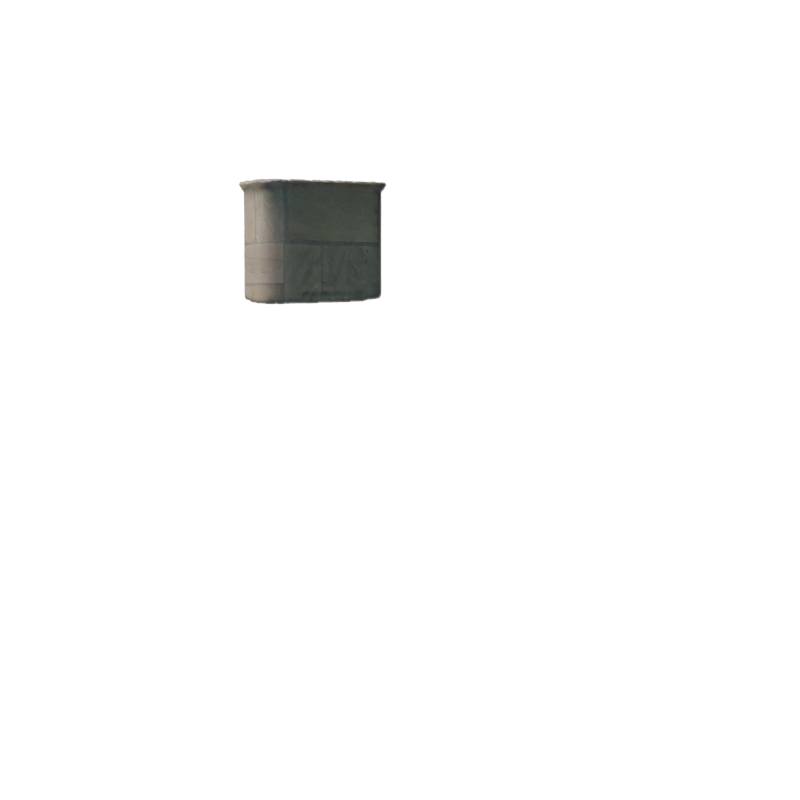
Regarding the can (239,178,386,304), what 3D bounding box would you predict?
[{"bbox_3d":[-0.061,-0.111,0.776,0.098,0.084,0.060,-3,3,-32],"label":"can"}]
